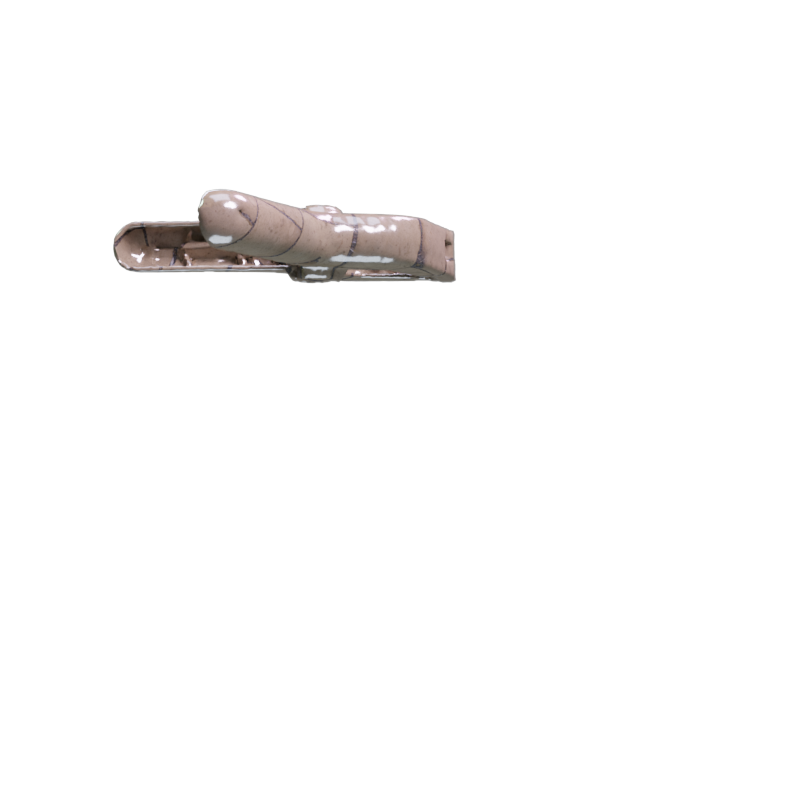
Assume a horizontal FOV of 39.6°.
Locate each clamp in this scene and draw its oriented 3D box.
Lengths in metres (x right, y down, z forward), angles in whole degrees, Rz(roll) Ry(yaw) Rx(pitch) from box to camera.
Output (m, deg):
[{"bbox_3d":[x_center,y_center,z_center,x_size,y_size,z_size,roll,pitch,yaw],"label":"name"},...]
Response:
[{"bbox_3d":[-0.041,-0.075,0.525,0.167,0.039,0.124,-2,6,-22],"label":"clamp"}]
